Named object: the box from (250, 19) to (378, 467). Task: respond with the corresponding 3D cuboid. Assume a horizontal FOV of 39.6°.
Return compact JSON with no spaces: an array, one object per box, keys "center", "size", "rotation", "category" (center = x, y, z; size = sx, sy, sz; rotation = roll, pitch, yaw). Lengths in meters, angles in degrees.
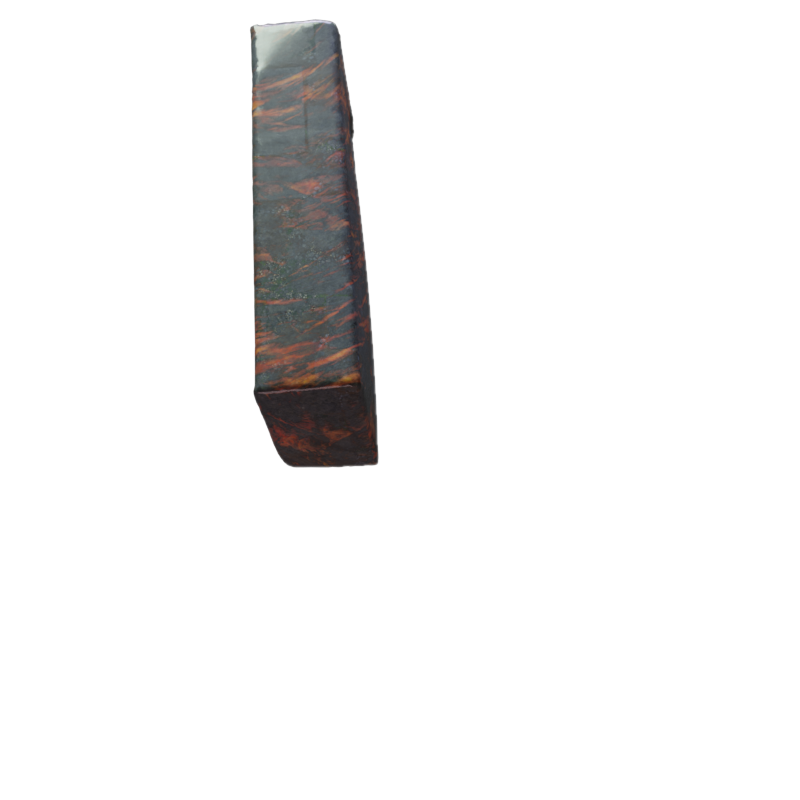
[{"center":[-0.037,-0.069,0.481],"size":[0.048,0.187,0.087],"rotation":[-3,-27,2],"category":"box"}]
